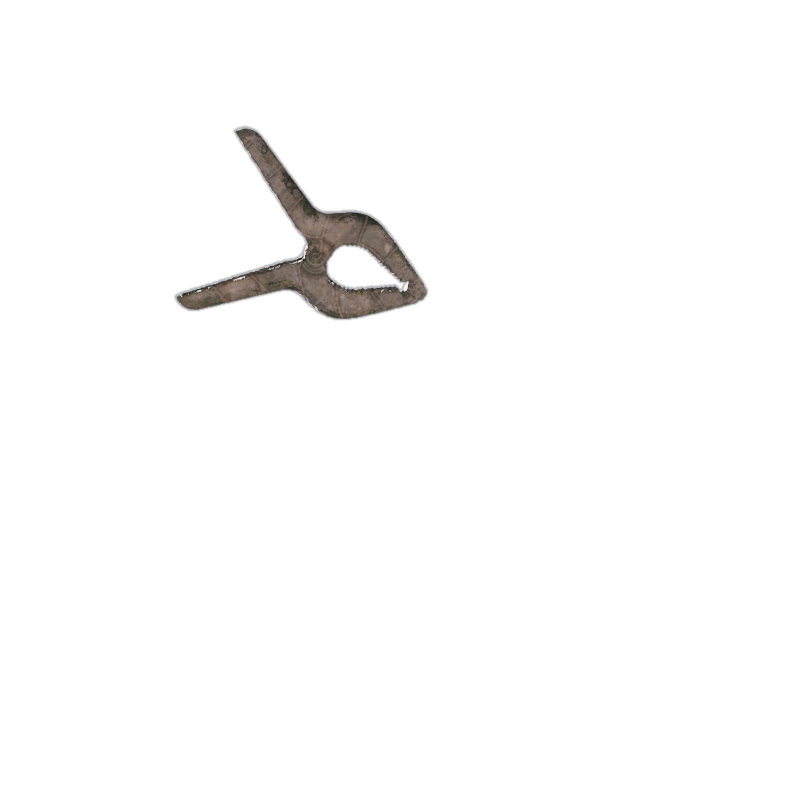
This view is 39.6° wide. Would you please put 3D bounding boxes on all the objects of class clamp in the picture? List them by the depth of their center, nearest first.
[{"bbox_3d":[-0.075,-0.137,0.956,0.209,0.162,0.037,13,8,-2],"label":"clamp"}]
